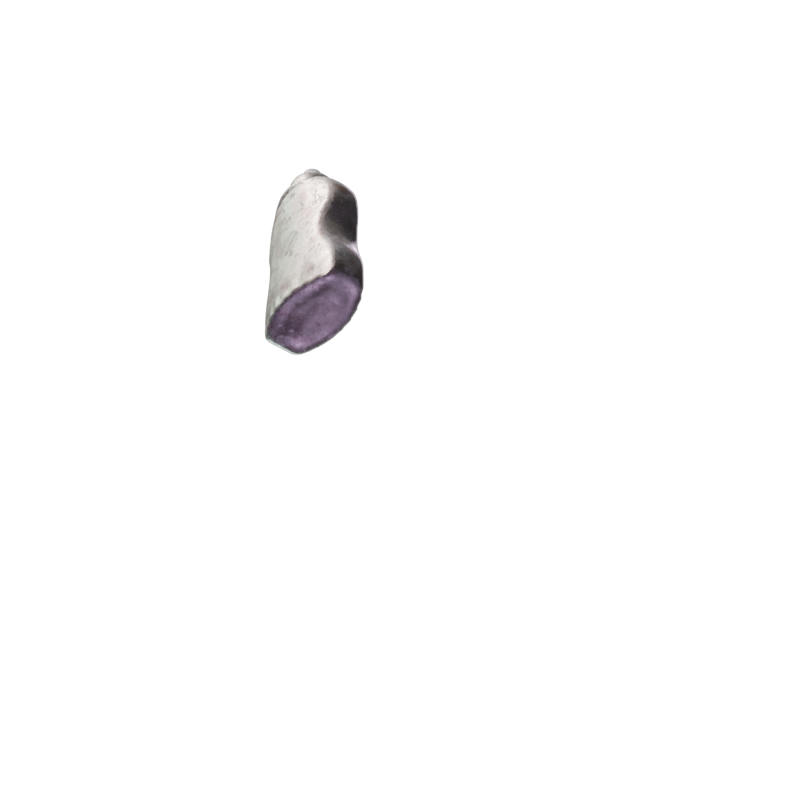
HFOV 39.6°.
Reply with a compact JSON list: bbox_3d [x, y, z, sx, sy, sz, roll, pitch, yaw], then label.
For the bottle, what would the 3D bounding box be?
[{"bbox_3d":[-0.074,-0.135,0.943,0.056,0.206,0.094,27,-54,-26],"label":"bottle"}]
